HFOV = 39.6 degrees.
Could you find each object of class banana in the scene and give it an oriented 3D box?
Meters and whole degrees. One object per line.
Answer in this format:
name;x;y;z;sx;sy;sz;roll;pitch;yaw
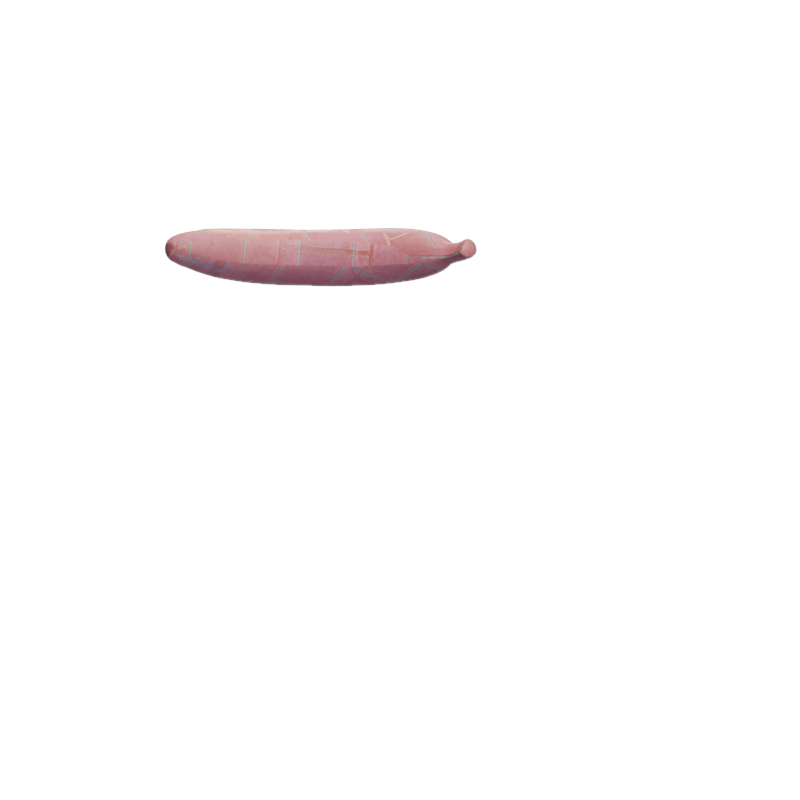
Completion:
banana;-0.052;-0.098;0.730;0.199;0.038;0.066;-1;-14;4
